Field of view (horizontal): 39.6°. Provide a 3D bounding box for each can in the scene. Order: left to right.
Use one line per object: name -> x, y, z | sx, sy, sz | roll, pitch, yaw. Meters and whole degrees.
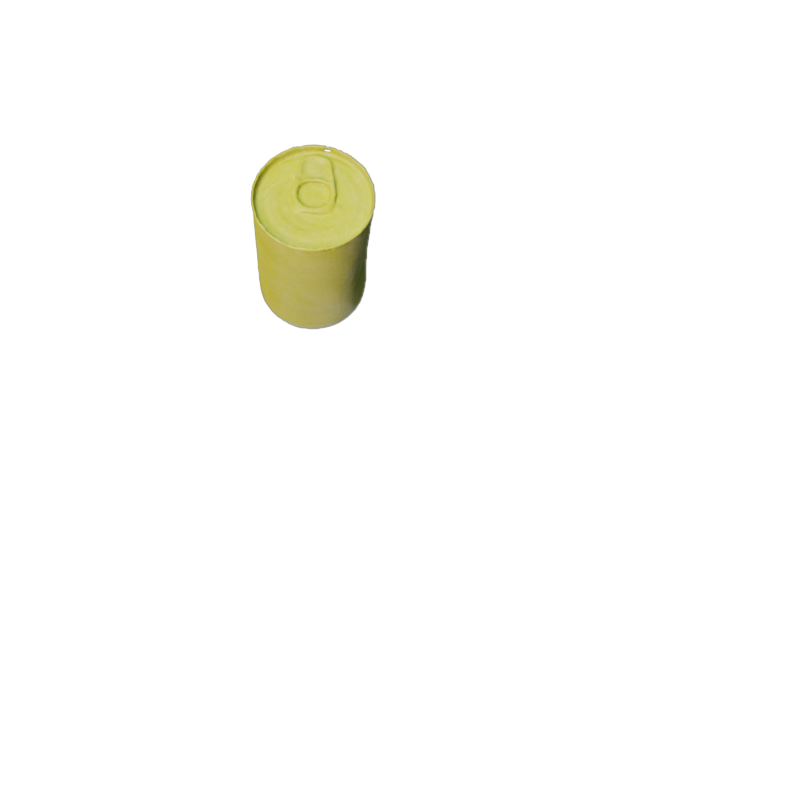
can -> -0.050, -0.092, 0.643 | 0.068, 0.073, 0.097 | 0, -25, -3
